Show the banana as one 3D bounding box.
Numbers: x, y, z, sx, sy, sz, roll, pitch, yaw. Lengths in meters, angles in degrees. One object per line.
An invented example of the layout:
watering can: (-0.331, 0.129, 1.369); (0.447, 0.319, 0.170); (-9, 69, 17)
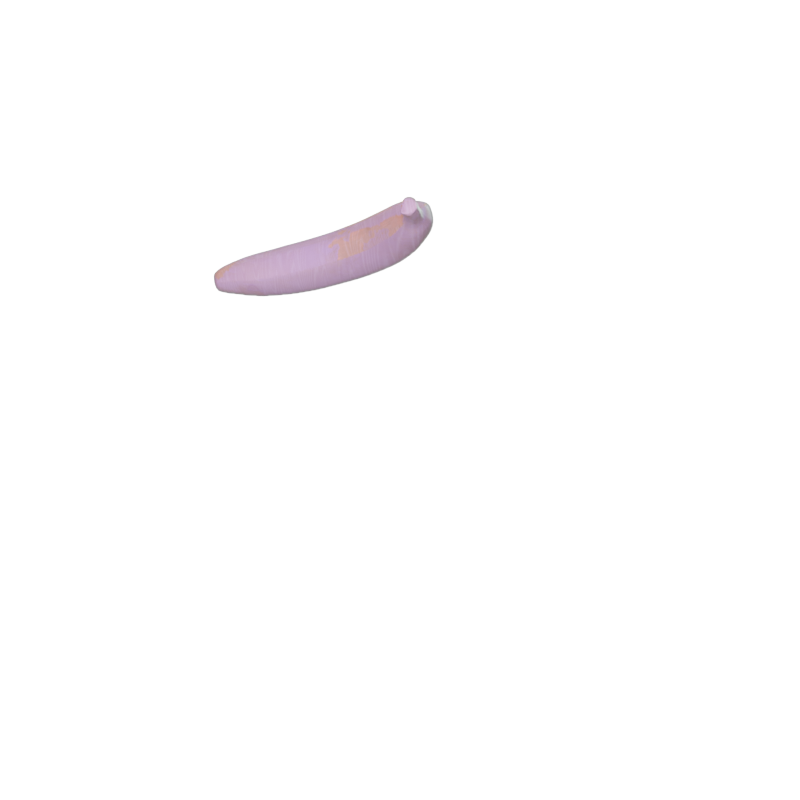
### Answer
banana: (-0.046, -0.108, 0.785); (0.200, 0.039, 0.065); (-16, -25, 40)
